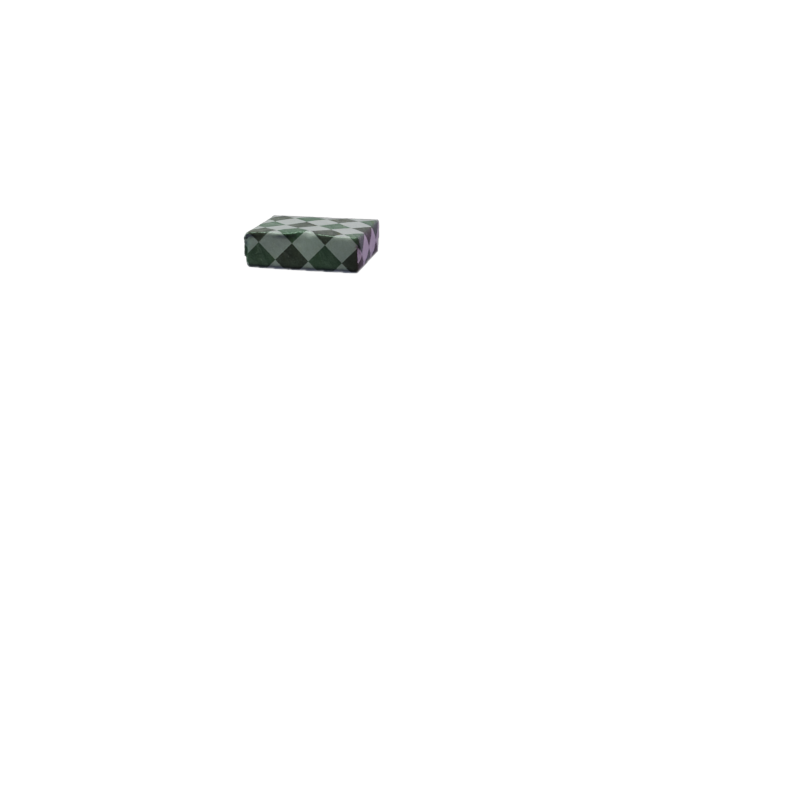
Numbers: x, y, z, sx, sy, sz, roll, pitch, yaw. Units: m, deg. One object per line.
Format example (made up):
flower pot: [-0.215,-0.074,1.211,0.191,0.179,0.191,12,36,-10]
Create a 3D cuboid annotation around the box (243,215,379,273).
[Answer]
box: [-0.067,-0.121,0.848,0.091,0.029,0.074,4,19,13]
